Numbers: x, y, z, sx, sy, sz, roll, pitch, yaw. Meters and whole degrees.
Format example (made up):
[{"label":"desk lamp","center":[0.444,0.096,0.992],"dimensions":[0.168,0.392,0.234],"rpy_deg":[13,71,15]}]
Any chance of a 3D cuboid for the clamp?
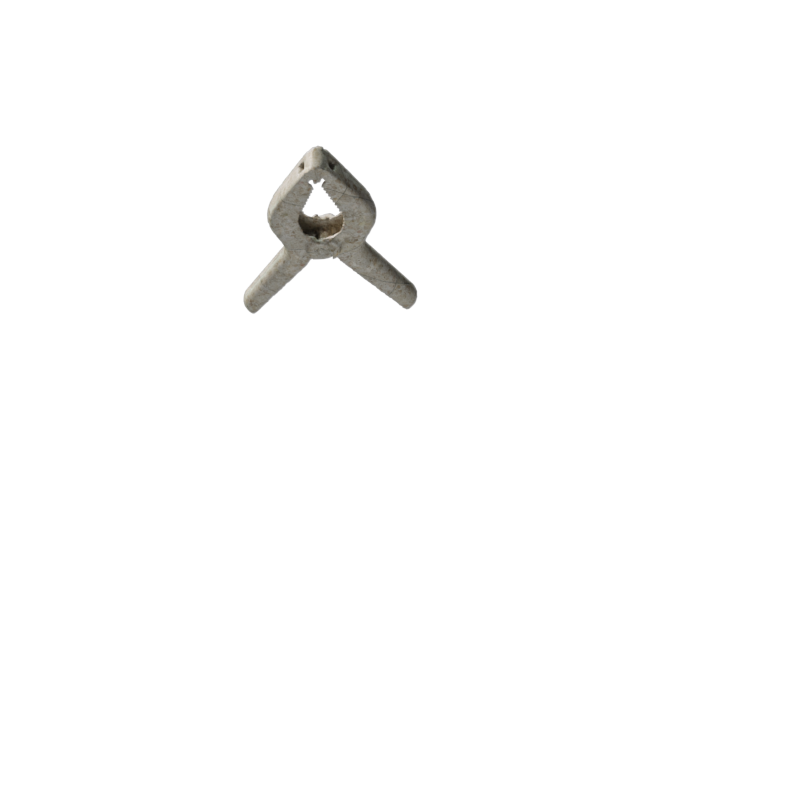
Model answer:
[{"label":"clamp","center":[-0.078,-0.142,0.993],"dimensions":[0.166,0.039,0.194],"rpy_deg":[-5,-36,7]}]
